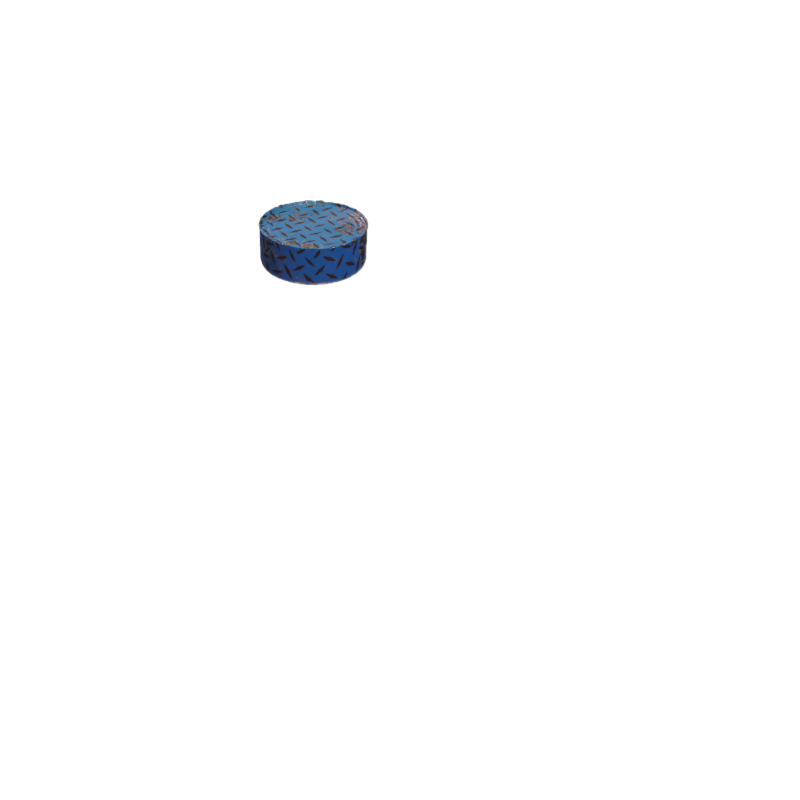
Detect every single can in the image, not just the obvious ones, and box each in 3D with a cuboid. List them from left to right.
[{"bbox_3d":[-0.068,-0.125,0.873,0.086,0.032,0.091,-1,33,-2],"label":"can"}]
